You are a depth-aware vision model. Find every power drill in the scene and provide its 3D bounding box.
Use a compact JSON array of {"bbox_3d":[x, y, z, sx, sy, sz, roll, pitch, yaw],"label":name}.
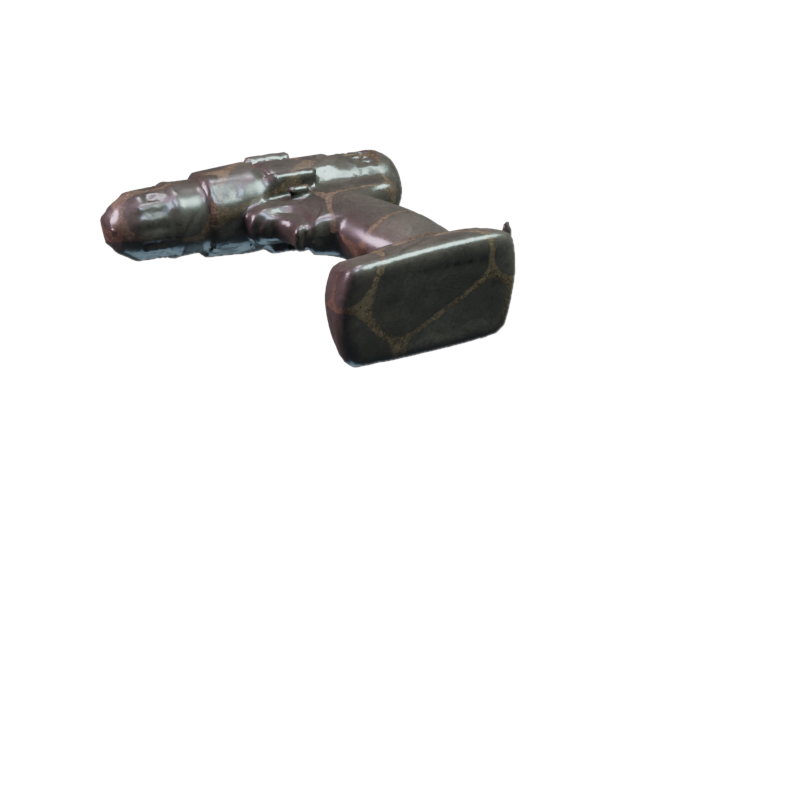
[{"bbox_3d":[-0.046,-0.084,0.589,0.181,0.054,0.202,-16,33,-27],"label":"power drill"}]
